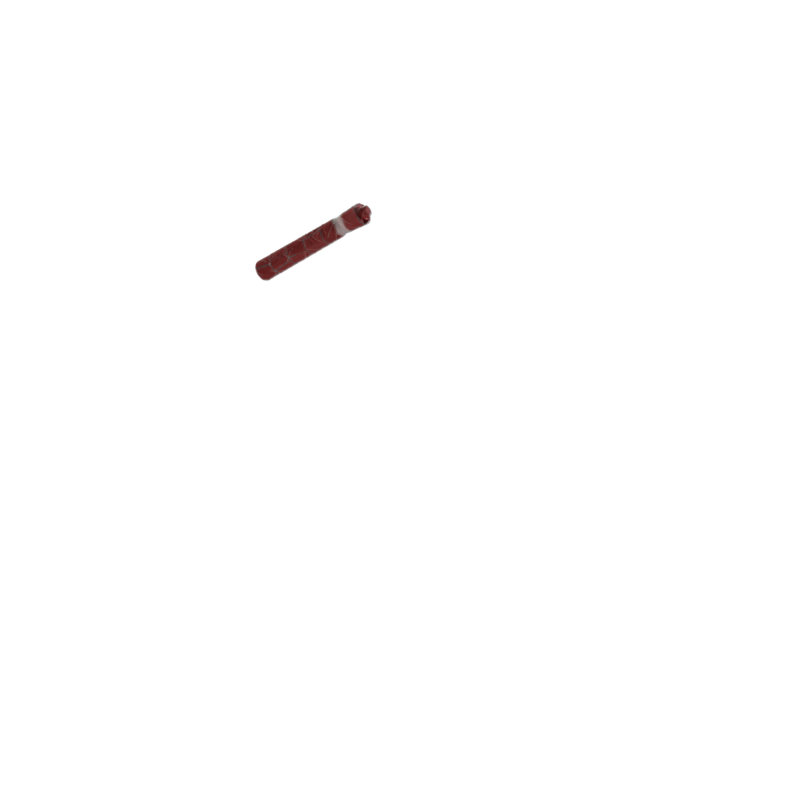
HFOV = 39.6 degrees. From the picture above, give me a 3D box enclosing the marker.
[{"bbox_3d":[-0.071,-0.129,0.906,0.121,0.020,0.019,-24,-11,35],"label":"marker"}]
